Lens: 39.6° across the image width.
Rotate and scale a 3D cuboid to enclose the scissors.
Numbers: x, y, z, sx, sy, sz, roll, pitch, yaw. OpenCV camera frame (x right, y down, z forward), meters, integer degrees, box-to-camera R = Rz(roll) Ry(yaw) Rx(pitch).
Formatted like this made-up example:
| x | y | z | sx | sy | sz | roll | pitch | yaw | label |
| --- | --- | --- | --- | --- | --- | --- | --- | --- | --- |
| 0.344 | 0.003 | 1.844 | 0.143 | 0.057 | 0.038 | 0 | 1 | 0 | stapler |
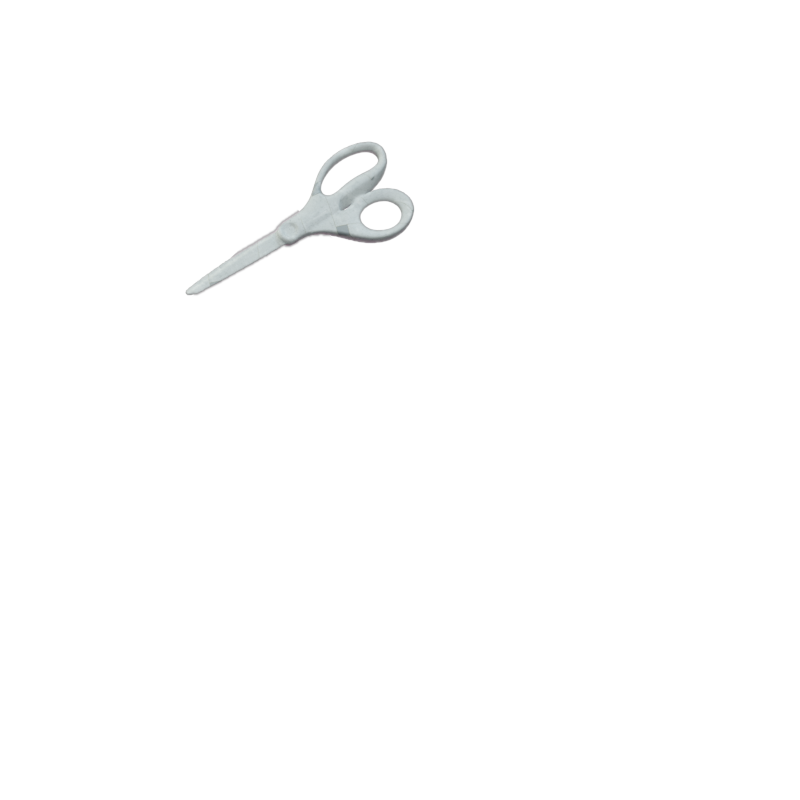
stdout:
| x | y | z | sx | sy | sz | roll | pitch | yaw | label |
| --- | --- | --- | --- | --- | --- | --- | --- | --- | --- |
| -0.070 | -0.128 | 0.897 | 0.100 | 0.204 | 0.015 | 38 | -17 | 14 | scissors |
